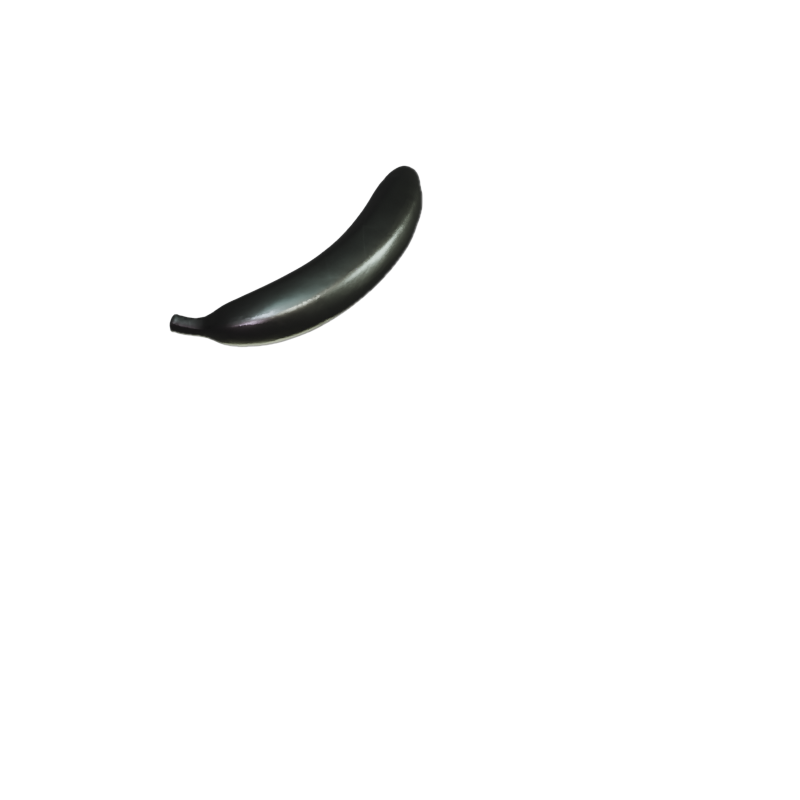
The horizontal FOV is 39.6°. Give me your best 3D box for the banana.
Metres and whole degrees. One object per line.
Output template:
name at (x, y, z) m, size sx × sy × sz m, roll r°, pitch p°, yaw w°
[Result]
banana at (-0.044, -0.084, 0.674) m, size 0.199 × 0.034 × 0.074 m, roll -36°, pitch 59°, yaw -27°
